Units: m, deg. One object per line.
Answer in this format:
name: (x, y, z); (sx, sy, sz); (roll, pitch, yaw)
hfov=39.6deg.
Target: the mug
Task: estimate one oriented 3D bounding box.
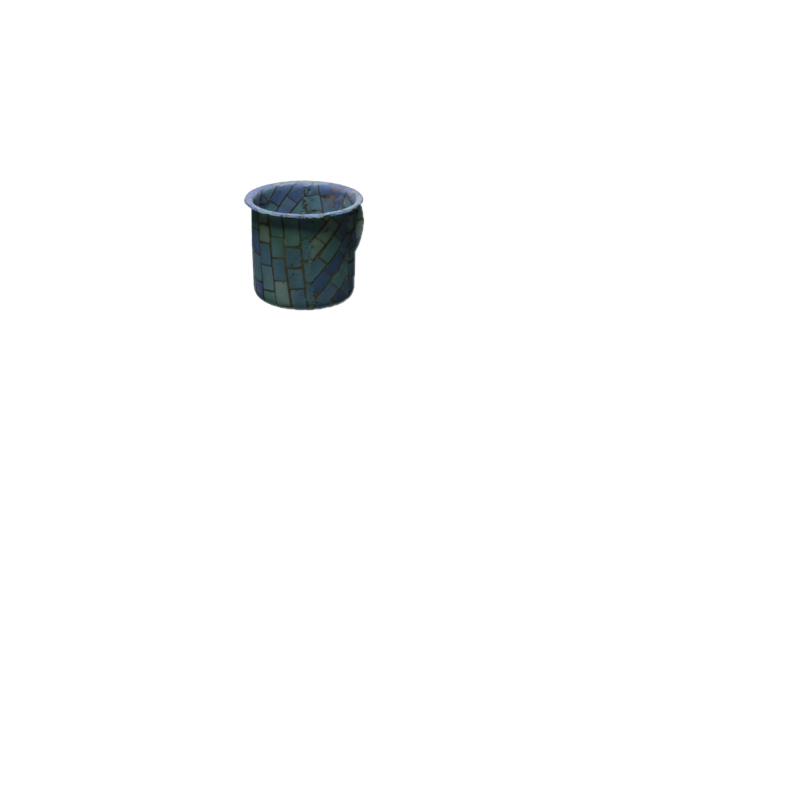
mug: (-0.070, -0.127, 0.888); (0.098, 0.078, 0.117); (17, 29, 32)
